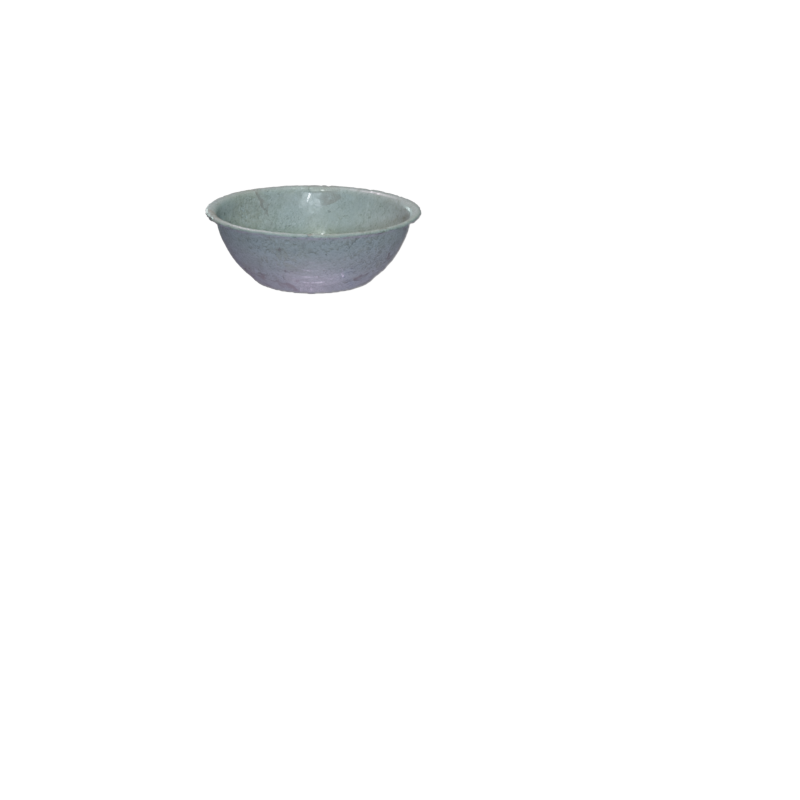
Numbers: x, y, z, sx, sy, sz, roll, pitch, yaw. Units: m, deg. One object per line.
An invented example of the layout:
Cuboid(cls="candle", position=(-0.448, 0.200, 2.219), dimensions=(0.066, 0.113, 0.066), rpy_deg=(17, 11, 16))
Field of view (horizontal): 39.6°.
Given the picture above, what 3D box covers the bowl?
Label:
Cuboid(cls="bowl", position=(-0.066, -0.120, 0.838), dimensions=(0.162, 0.053, 0.169), rpy_deg=(-1, 22, -2))
